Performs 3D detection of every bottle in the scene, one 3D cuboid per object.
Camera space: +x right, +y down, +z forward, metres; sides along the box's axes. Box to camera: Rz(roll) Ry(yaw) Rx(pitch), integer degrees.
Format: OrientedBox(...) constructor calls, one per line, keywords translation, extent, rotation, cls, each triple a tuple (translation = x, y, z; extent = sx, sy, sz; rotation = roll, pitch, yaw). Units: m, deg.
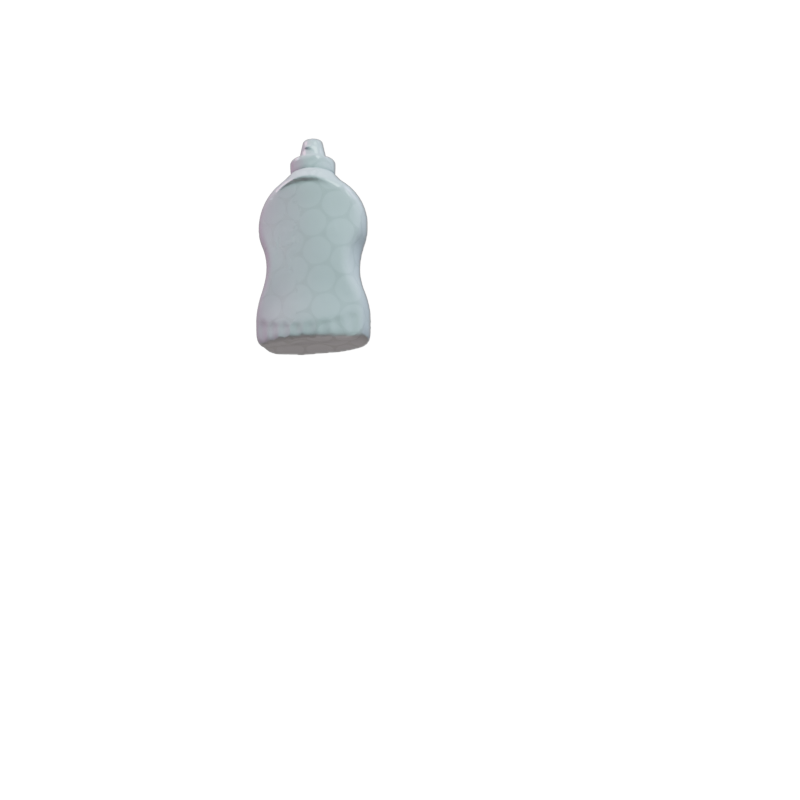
OrientedBox(translation=(-0.076, -0.139, 0.974), extent=(0.098, 0.200, 0.055), rotation=(-7, -19, 16), cls="bottle")
